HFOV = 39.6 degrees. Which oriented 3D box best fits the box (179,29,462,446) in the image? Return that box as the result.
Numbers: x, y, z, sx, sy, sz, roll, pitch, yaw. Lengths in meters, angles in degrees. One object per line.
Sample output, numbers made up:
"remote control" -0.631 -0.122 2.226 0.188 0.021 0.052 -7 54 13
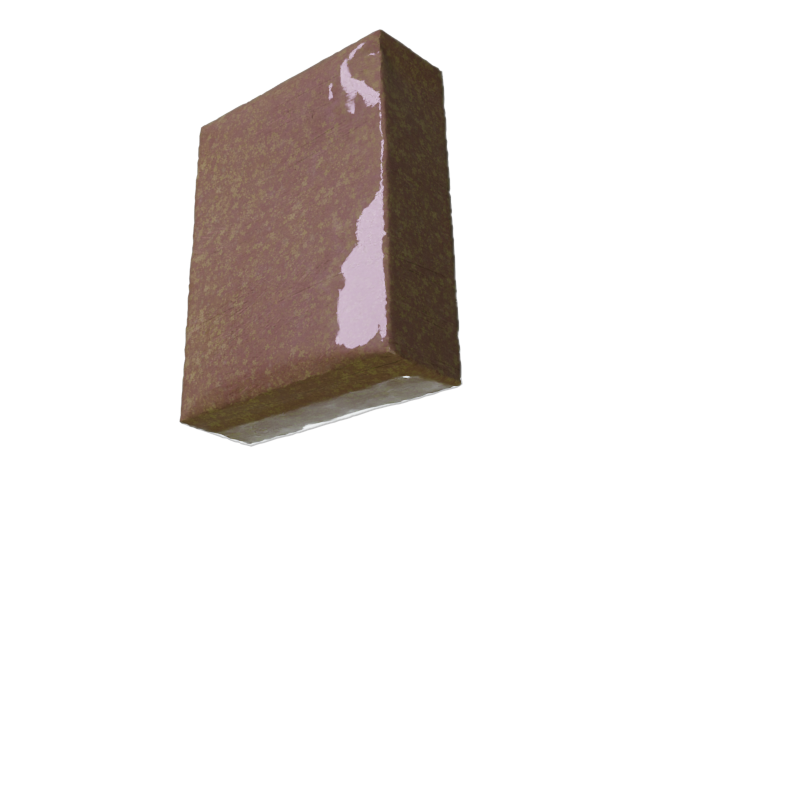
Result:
"box" -0.053 -0.096 0.675 0.166 0.226 0.067 -19 -31 34
